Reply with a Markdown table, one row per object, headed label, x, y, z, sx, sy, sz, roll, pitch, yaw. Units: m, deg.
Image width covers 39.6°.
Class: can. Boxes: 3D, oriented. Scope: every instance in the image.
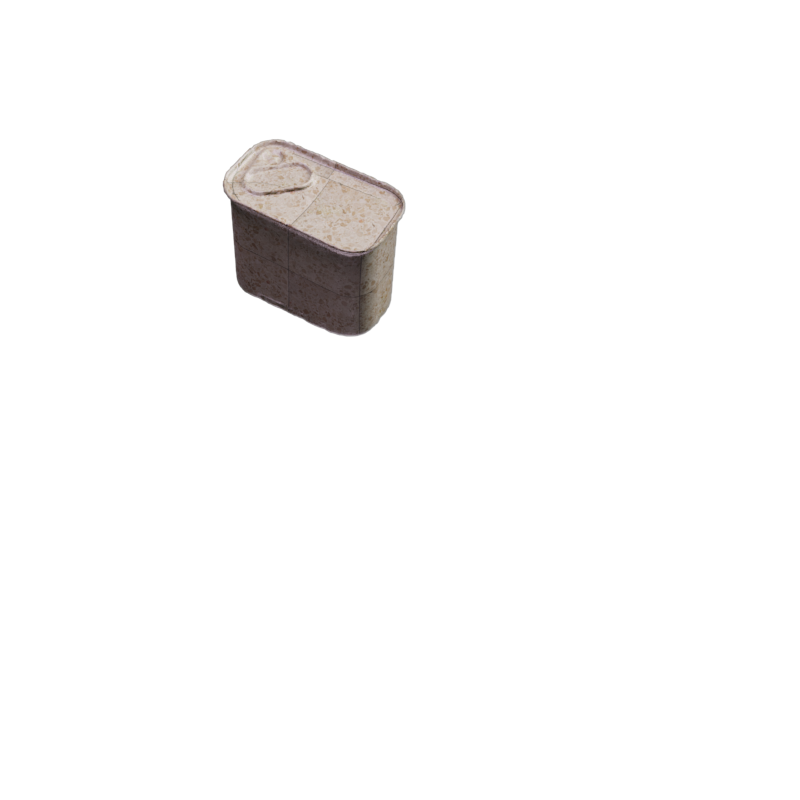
| label | x | y | z | sx | sy | sz | roll | pitch | yaw |
| --- | --- | --- | --- | --- | --- | --- | --- | --- | --- |
| can | -0.051 | -0.093 | 0.649 | 0.106 | 0.059 | 0.078 | 27 | -34 | 18 |
